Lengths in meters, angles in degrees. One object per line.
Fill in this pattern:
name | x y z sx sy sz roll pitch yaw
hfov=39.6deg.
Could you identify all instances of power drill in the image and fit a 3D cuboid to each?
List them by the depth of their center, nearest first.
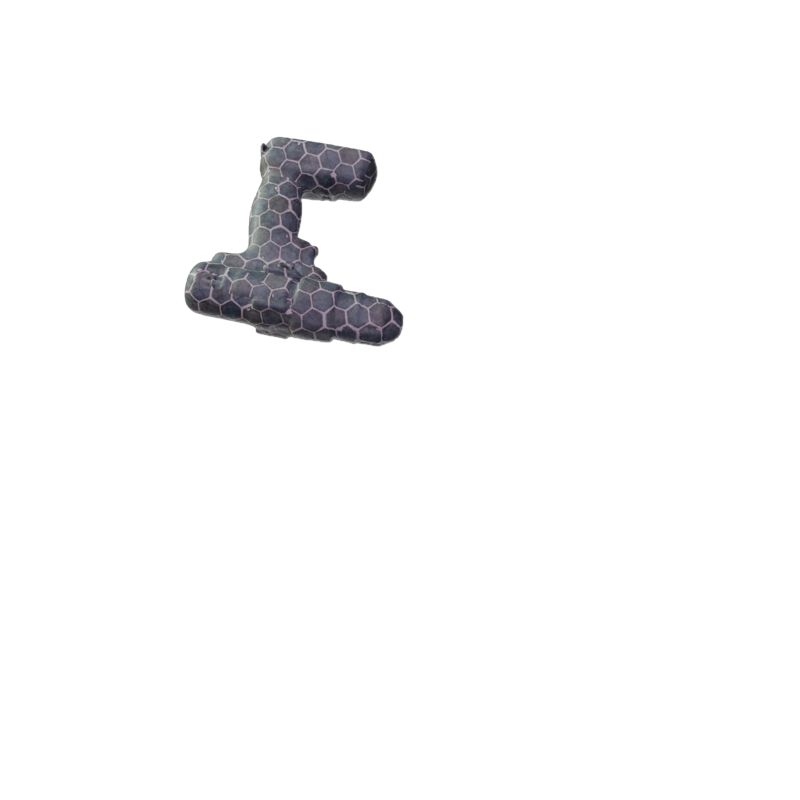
power drill | -0.075 -0.137 0.956 0.187 0.198 0.054 11 -34 7
